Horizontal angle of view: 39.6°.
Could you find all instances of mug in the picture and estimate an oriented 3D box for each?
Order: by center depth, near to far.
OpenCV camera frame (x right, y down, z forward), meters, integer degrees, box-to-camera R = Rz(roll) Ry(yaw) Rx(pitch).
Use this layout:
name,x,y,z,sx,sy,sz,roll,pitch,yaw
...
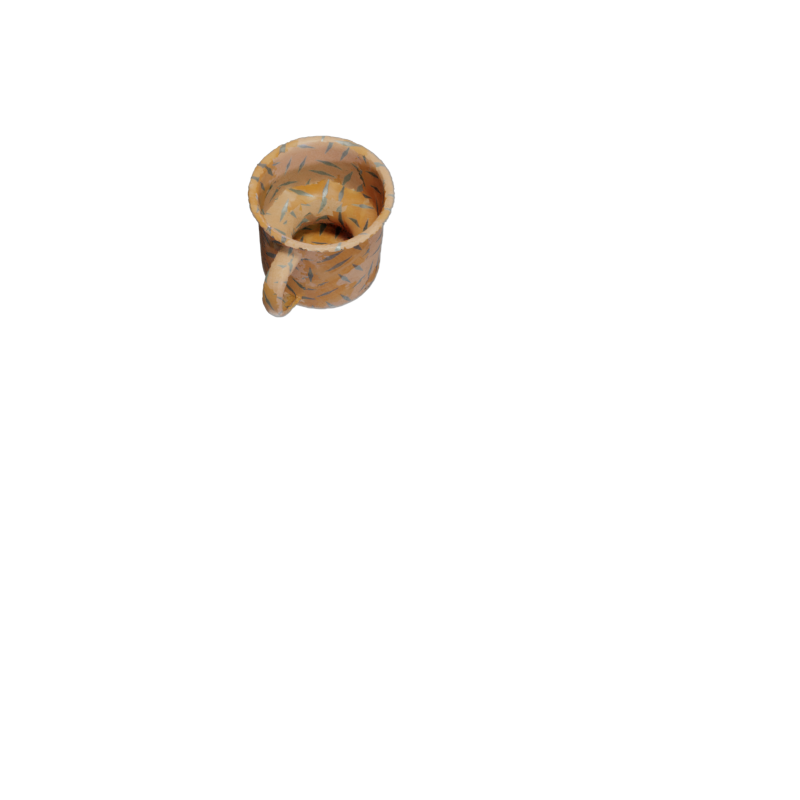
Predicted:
name,x,y,z,sx,sy,sz,roll,pitch,yaw
mug,-0.057,-0.103,0.725,0.096,0.122,0.076,20,-31,11
